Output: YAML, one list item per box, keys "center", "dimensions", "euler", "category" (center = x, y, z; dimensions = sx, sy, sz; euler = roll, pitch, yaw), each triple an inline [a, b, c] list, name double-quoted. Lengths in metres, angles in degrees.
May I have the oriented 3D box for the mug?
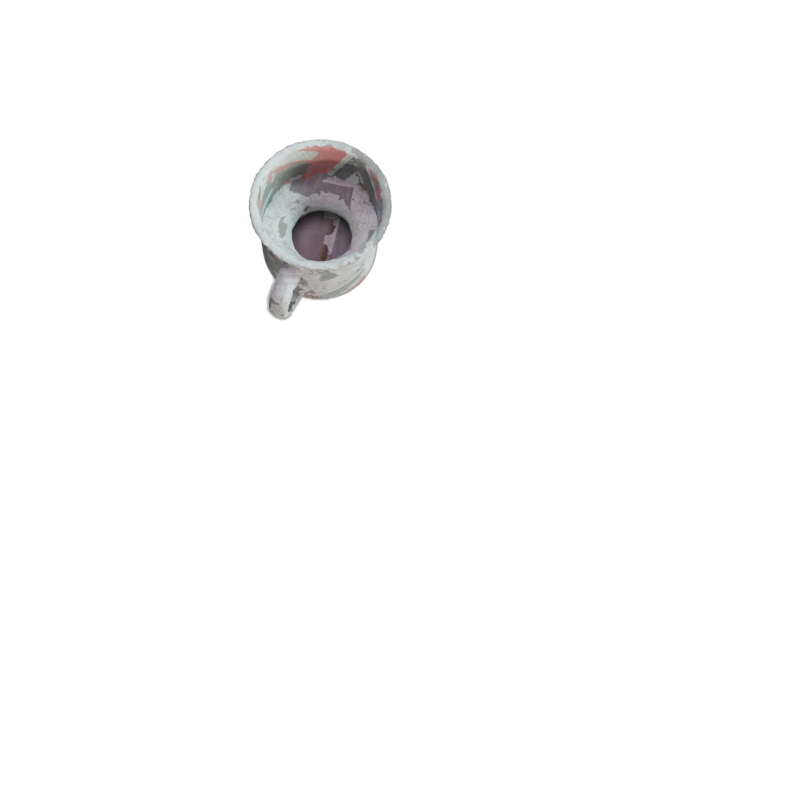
- center: [-0.059, -0.107, 0.751]
  dimensions: [0.095, 0.121, 0.078]
  euler: [20, -19, 5]
  category: "mug"
